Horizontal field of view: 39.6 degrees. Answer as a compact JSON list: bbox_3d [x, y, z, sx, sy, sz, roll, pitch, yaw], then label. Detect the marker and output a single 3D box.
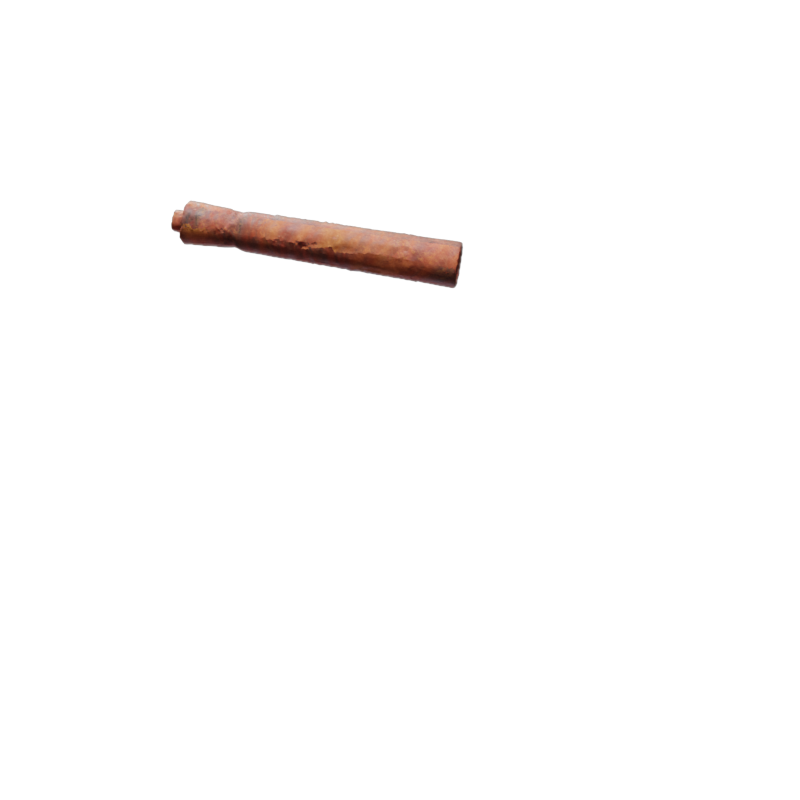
[{"bbox_3d":[-0.036,-0.065,0.456,0.123,0.020,0.020,11,6,11],"label":"marker"}]
